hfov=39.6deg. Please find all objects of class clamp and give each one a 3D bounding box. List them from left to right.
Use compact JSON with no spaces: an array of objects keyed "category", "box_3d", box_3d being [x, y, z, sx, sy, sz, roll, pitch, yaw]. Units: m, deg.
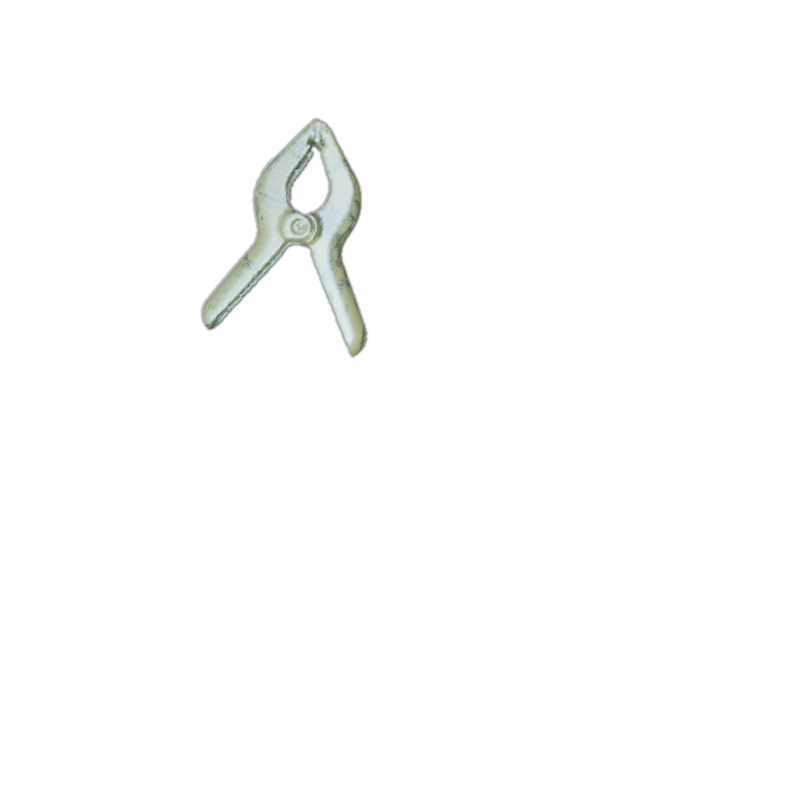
[{"category":"clamp","box_3d":[-0.064,-0.116,0.812,0.120,0.173,0.039,19,-3,1]}]
